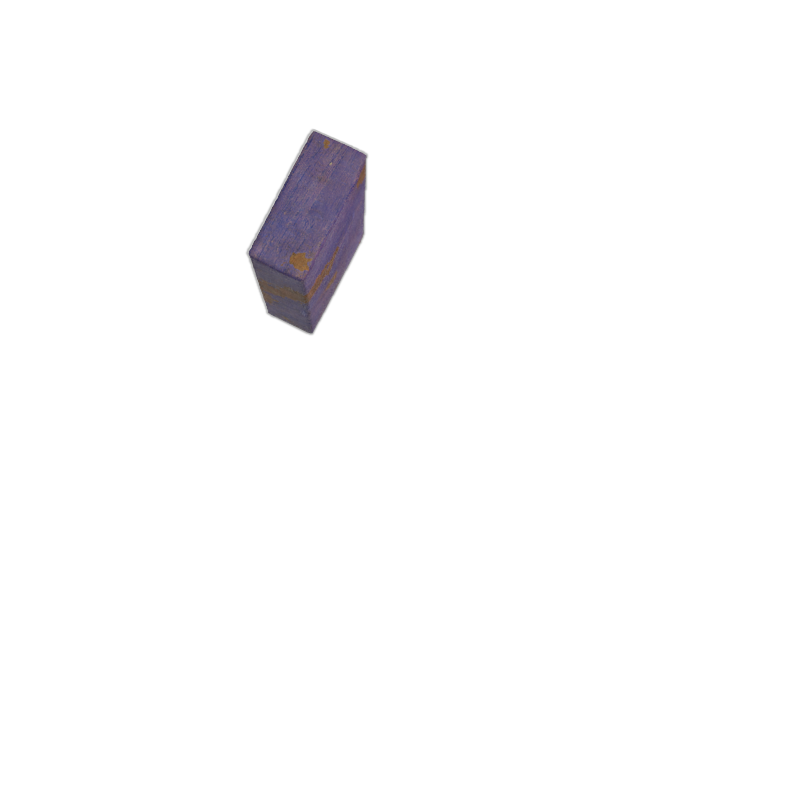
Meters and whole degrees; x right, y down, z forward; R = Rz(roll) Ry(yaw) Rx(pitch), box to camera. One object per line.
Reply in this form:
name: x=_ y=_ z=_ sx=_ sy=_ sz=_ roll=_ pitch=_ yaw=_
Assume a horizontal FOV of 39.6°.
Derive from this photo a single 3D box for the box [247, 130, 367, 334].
box: x=-0.059 y=-0.108 z=0.760 sx=0.048 sy=0.095 sz=0.172 roll=26 pitch=-8 yaw=-1
